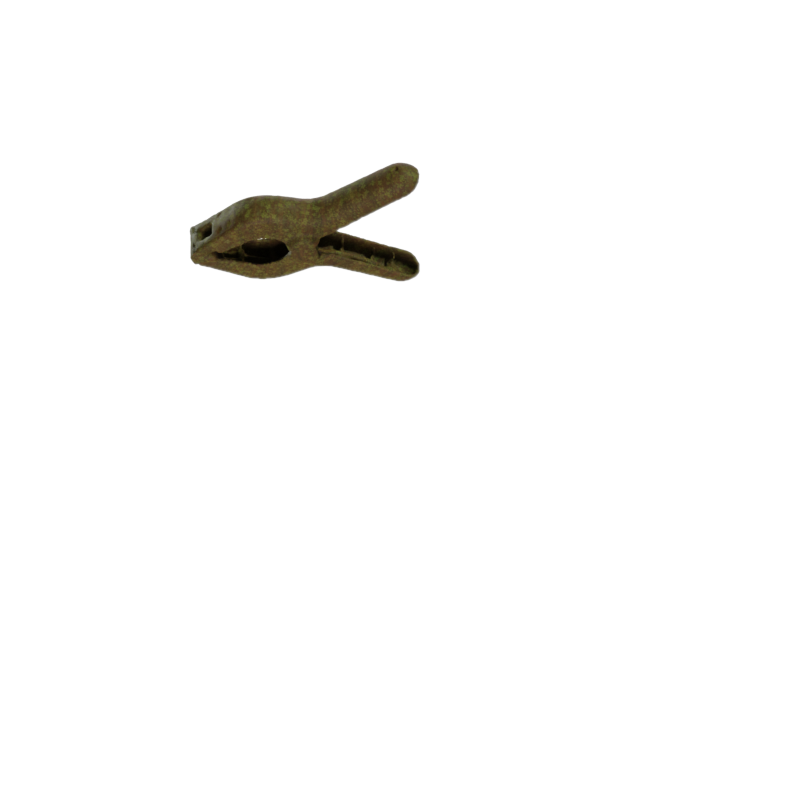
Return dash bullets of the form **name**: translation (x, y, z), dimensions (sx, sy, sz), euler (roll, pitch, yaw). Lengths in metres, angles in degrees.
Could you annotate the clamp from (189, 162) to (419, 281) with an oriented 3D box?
- **clamp**: translation (-0.063, -0.115, 0.803), dimensions (0.173, 0.042, 0.111), euler (-8, -39, 9)
